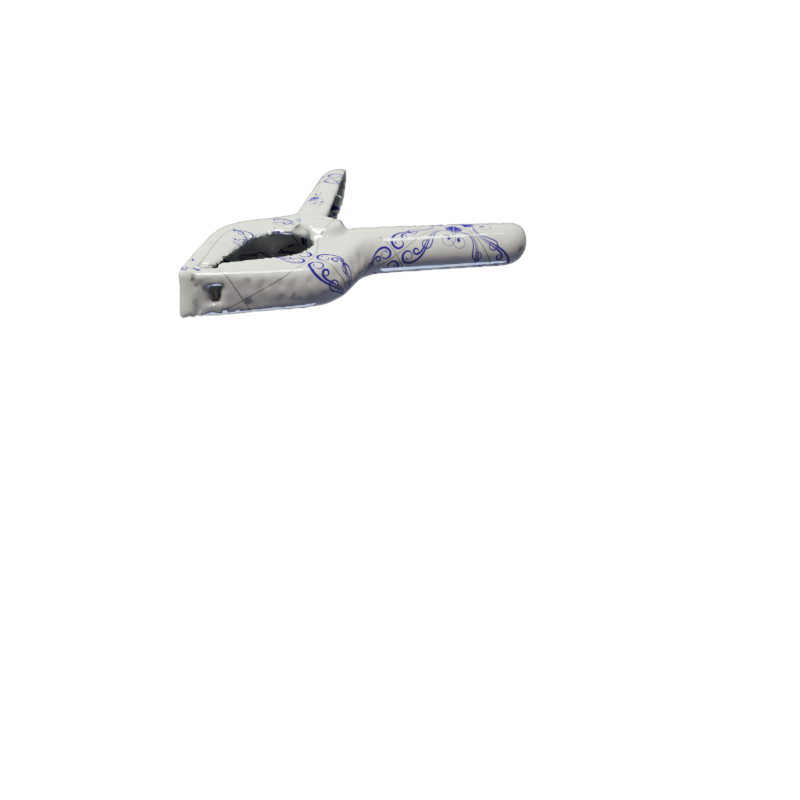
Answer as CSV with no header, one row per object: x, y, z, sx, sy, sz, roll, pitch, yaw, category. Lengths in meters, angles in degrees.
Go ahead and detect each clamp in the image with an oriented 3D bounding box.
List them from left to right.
-0.052,-0.095,0.668,0.207,0.034,0.176,-21,34,-34,clamp
